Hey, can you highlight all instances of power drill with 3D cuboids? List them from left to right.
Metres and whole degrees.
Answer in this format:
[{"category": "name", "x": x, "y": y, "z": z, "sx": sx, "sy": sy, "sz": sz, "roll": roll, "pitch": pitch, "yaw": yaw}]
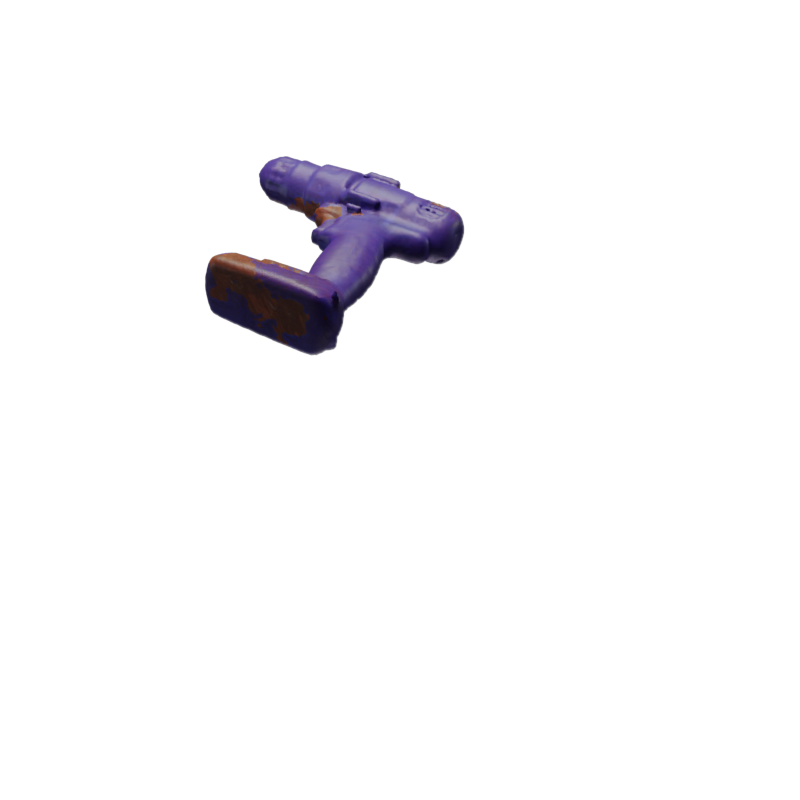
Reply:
[{"category": "power drill", "x": -0.067, "y": -0.122, "z": 0.857, "sx": 0.193, "sy": 0.054, "sz": 0.192, "roll": 20, "pitch": 43, "yaw": 23}]
